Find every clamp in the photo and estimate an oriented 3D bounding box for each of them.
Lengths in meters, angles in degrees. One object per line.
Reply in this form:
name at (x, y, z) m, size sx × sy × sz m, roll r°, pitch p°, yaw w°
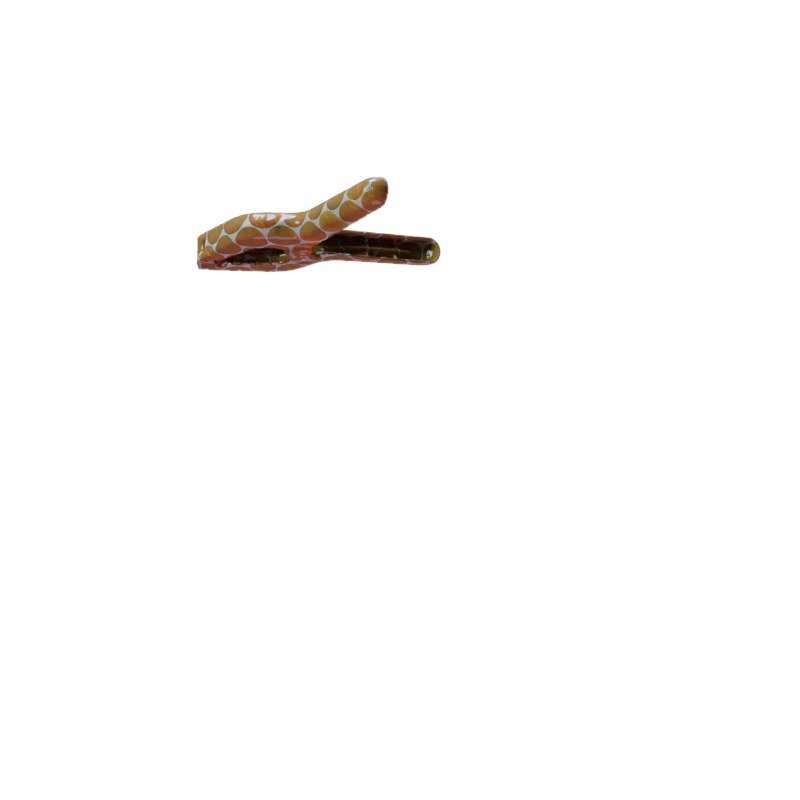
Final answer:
clamp at (-0.075, -0.137, 0.961) m, size 0.214 × 0.038 × 0.154 m, roll -7°, pitch -16°, yaw 25°
